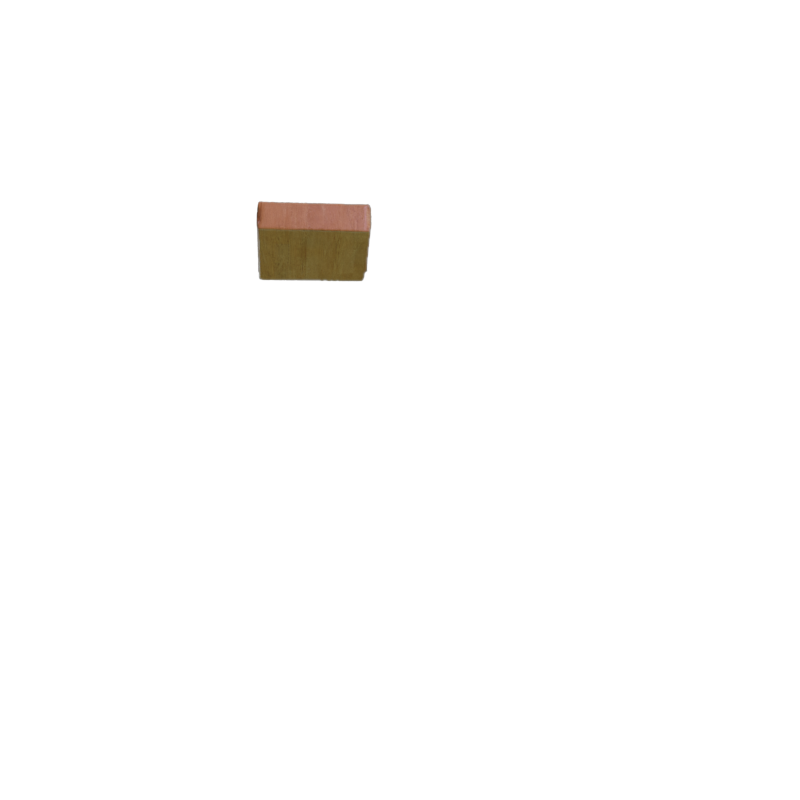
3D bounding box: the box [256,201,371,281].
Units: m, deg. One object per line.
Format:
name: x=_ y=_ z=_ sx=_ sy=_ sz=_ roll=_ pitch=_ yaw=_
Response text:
box: x=-0.069 y=-0.126 z=0.883 sx=0.089 sy=0.032 sz=0.069 roll=1 pitch=-29 yaw=-2
